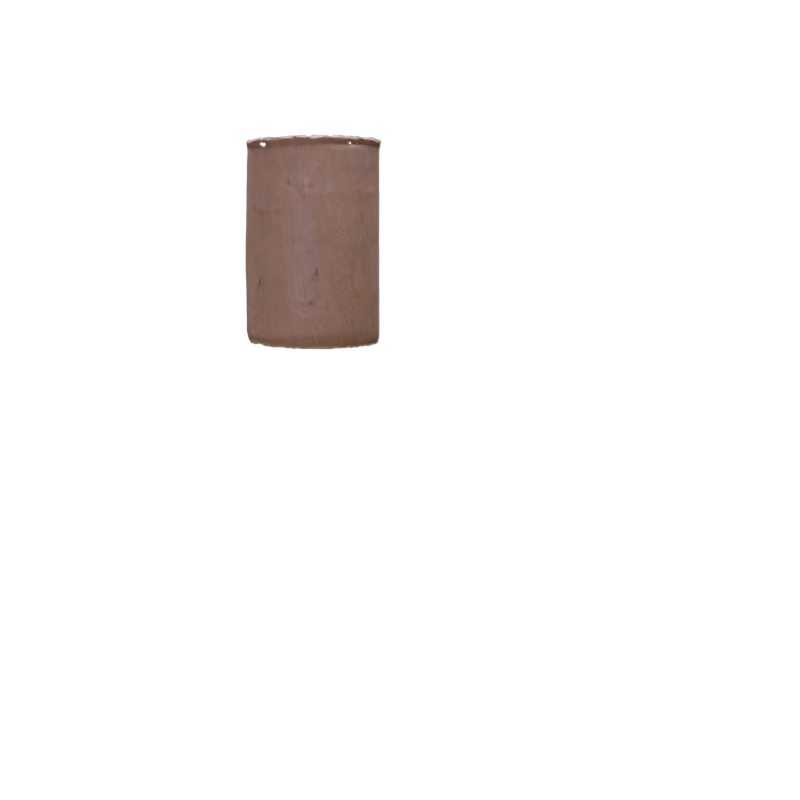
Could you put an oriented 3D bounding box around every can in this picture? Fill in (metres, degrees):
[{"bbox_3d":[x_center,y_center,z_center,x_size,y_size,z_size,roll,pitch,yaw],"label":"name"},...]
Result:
[{"bbox_3d":[-0.044,-0.080,0.558,0.068,0.102,0.069,0,3,-2],"label":"can"}]
